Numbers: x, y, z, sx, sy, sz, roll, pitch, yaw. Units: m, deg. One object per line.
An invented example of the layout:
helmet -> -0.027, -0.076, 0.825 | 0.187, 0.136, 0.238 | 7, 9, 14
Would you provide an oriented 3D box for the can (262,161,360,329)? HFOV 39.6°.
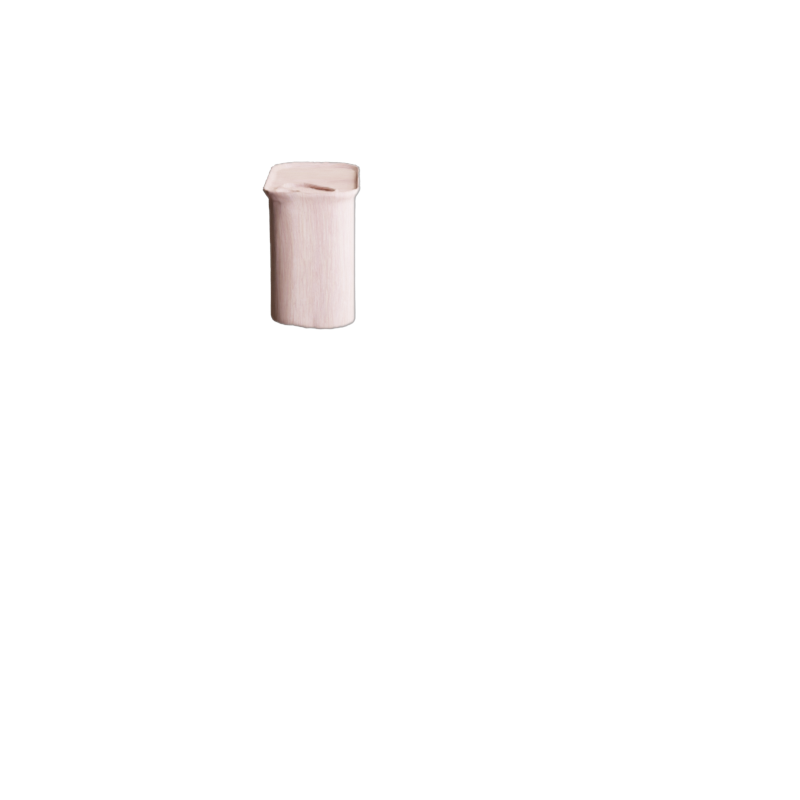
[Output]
can -> -0.054, -0.099, 0.690 | 0.057, 0.081, 0.106 | 0, 19, -2
